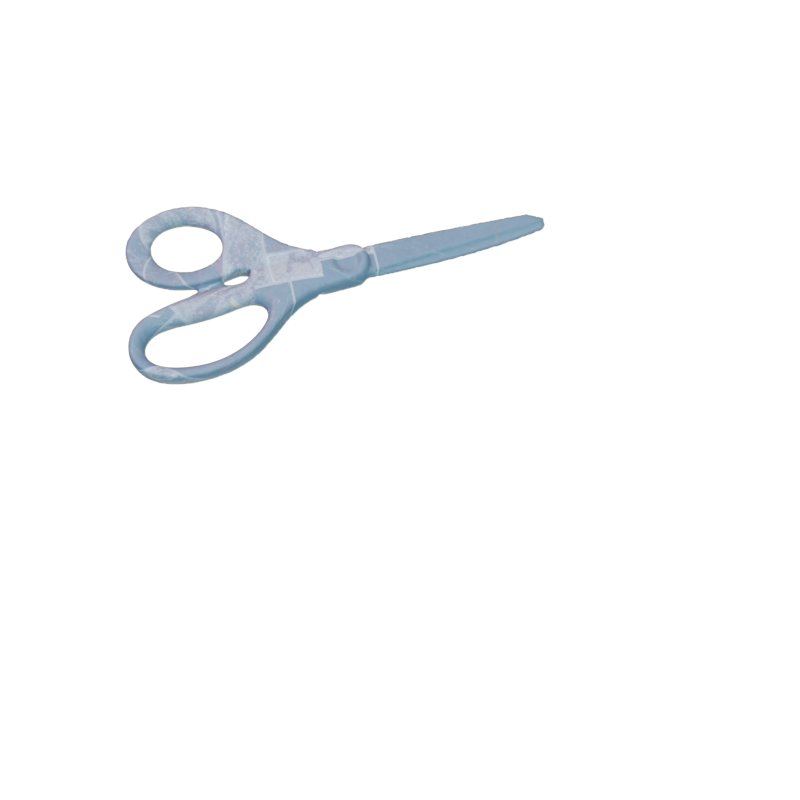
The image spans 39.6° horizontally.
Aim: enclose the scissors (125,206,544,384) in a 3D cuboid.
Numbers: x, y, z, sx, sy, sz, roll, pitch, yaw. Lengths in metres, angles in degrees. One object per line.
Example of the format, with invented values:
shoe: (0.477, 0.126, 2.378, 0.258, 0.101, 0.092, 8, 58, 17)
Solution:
scissors: (-0.041, -0.075, 0.524, 0.201, 0.102, 0.015, -28, -25, -14)
